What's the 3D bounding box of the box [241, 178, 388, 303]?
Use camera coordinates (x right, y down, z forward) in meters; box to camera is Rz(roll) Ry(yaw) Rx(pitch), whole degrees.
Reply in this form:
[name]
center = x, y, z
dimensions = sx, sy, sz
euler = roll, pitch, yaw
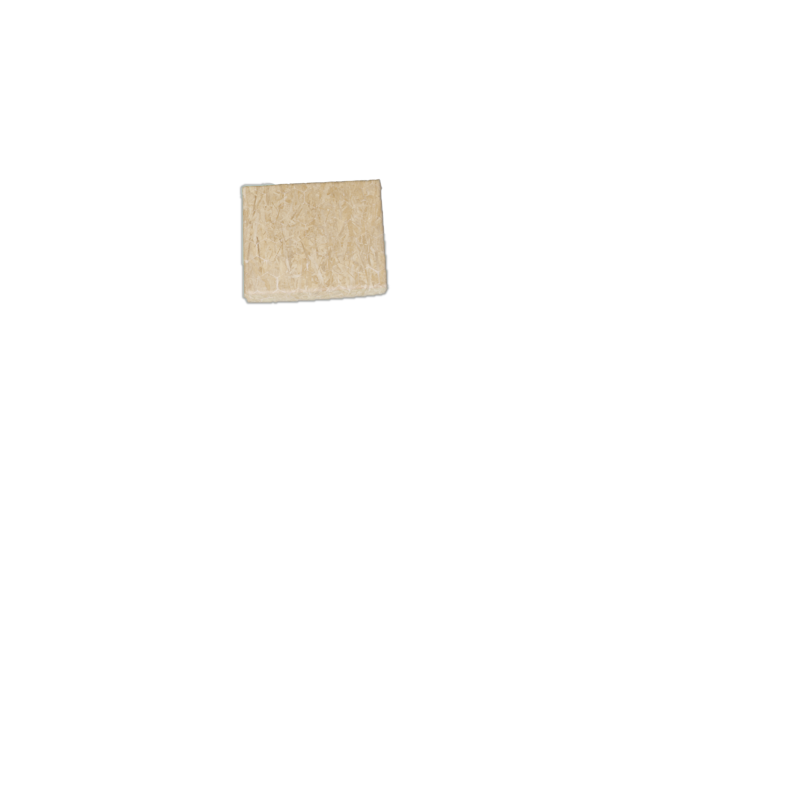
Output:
[box]
center = -0.068, -0.125, 0.874
dimensions = 0.113, 0.094, 0.037
euler = -3, -16, -1
